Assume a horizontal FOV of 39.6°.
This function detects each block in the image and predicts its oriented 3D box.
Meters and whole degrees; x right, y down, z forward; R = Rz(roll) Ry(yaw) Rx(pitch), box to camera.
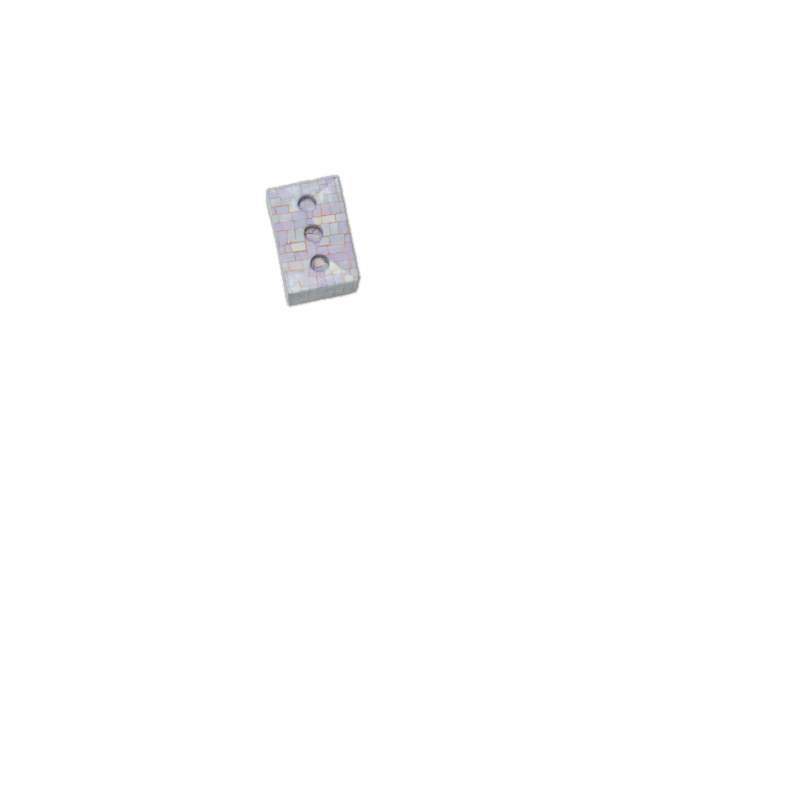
[{"bbox_3d":[-0.061,-0.112,0.786,0.052,0.081,0.050,-12,-11,-4],"label":"block"}]
